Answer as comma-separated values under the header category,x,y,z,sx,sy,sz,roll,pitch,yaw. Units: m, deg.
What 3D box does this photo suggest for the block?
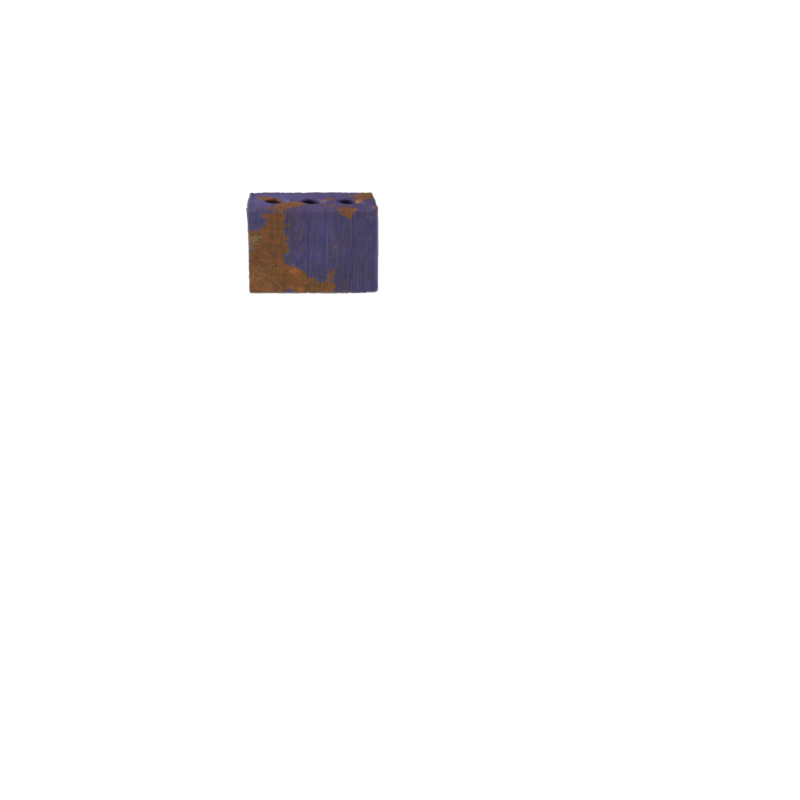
category,x,y,z,sx,sy,sz,roll,pitch,yaw
block,-0.052,-0.094,0.661,0.078,0.049,0.055,0,17,-2
